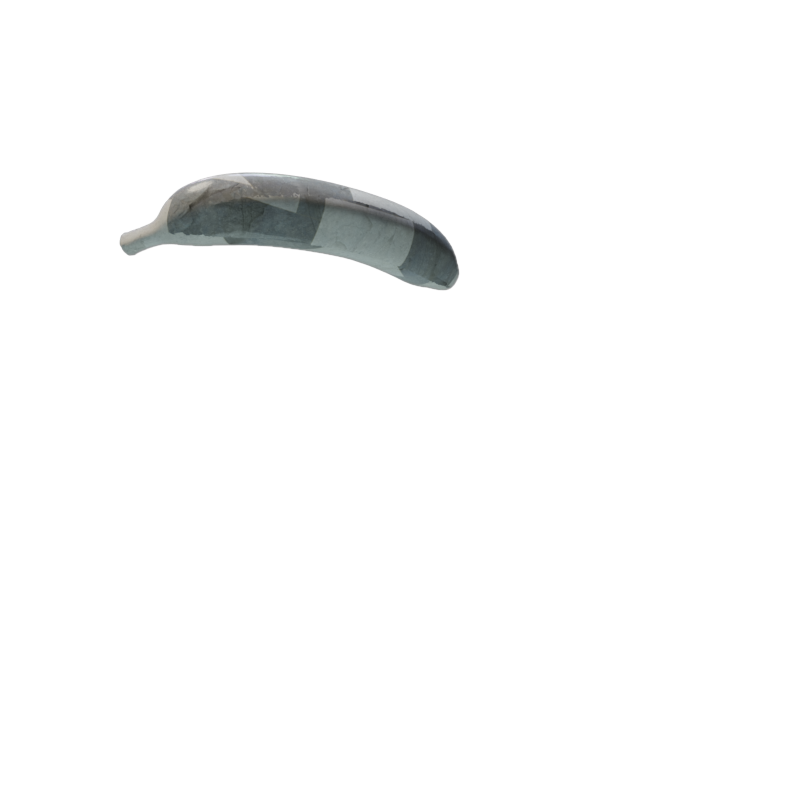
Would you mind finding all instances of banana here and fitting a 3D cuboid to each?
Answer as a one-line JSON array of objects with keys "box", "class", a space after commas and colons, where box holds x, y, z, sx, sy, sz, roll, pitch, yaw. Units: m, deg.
[{"box": [-0.040, -0.088, 0.575, 0.190, 0.038, 0.070, 6, -14, -27], "class": "banana"}]
